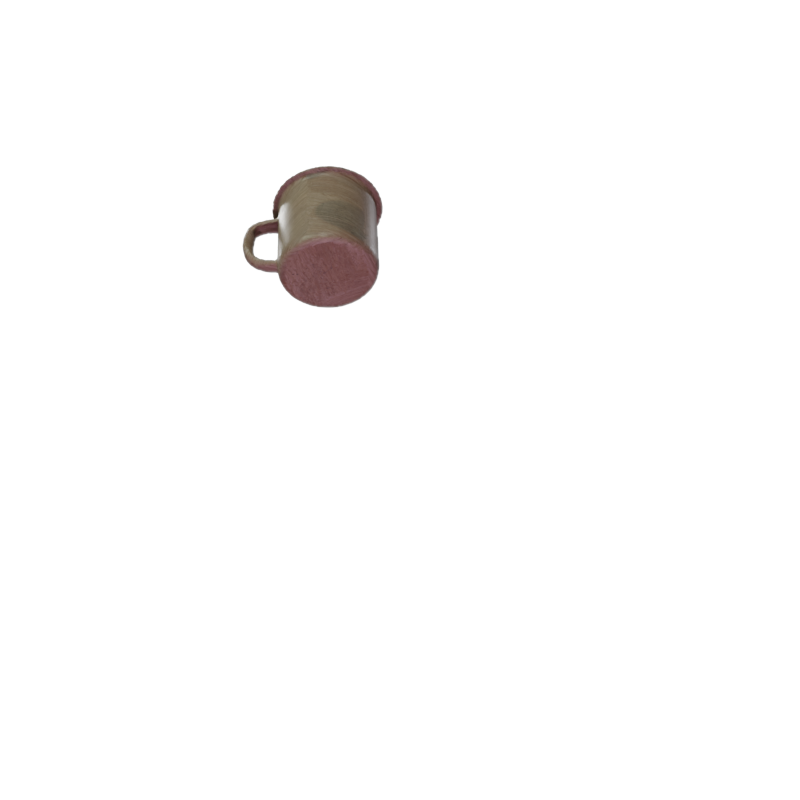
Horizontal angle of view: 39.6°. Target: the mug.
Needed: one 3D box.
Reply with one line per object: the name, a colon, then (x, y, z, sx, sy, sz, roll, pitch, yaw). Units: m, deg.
mug: (-0.071, -0.130, 0.910, 0.117, 0.087, 0.086, -3, -44, 2)
